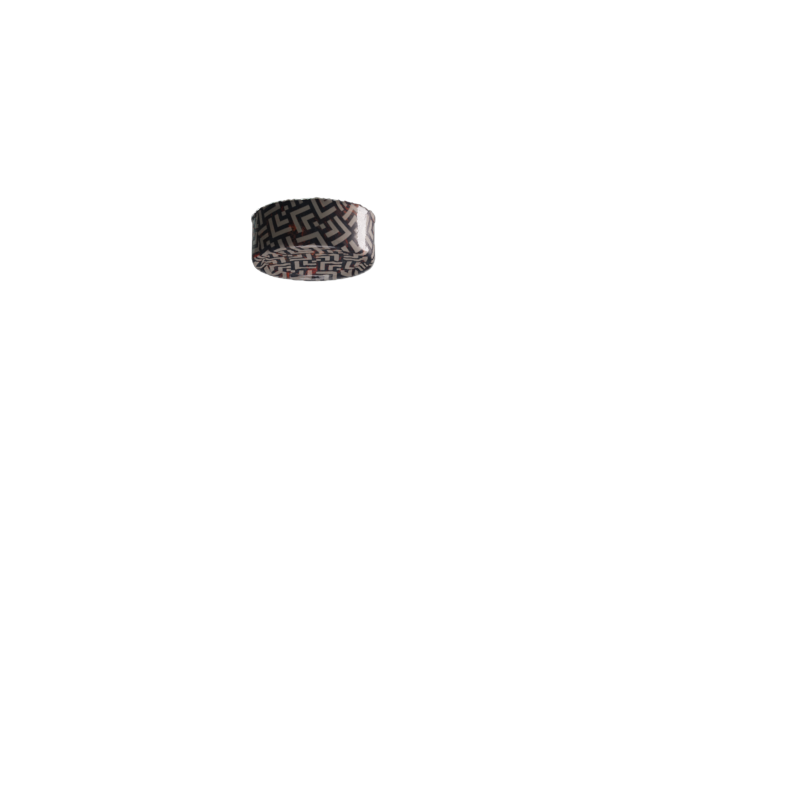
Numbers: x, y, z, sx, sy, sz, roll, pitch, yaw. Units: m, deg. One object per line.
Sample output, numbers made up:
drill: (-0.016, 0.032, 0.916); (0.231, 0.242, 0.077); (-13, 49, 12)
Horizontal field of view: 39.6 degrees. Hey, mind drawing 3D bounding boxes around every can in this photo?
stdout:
can: (-0.059, -0.108, 0.758); (0.086, 0.035, 0.083); (0, -12, -2)
